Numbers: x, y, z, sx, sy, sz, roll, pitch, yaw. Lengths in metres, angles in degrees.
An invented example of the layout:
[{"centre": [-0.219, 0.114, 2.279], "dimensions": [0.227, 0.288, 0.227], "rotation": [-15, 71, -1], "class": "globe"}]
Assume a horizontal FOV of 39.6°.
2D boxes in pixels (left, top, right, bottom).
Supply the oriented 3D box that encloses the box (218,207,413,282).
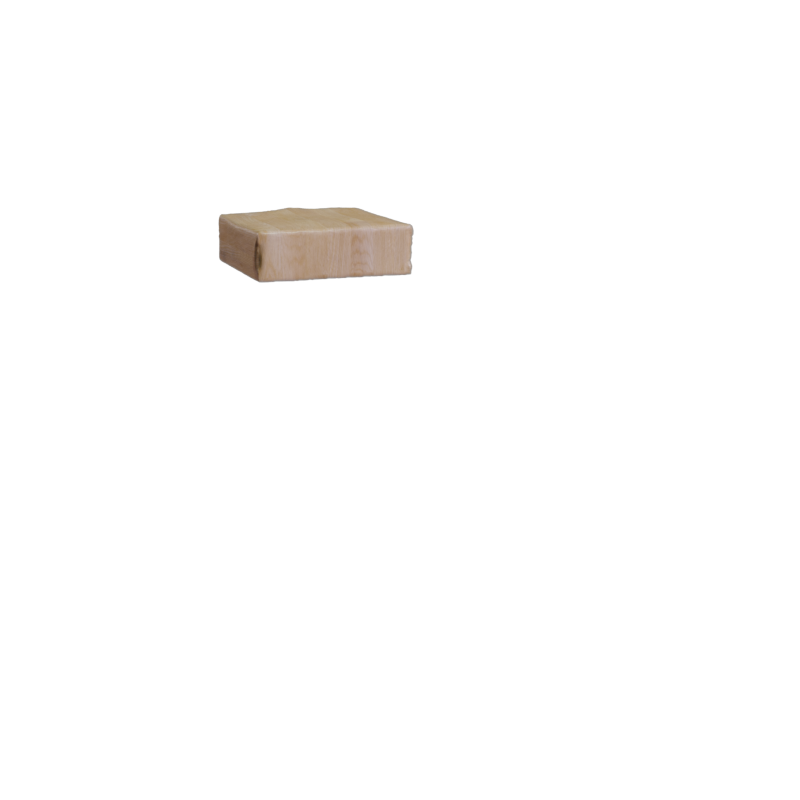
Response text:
[{"centre": [-0.047, -0.087, 0.607], "dimensions": [0.087, 0.029, 0.077], "rotation": [-7, 17, -22], "class": "box"}]
